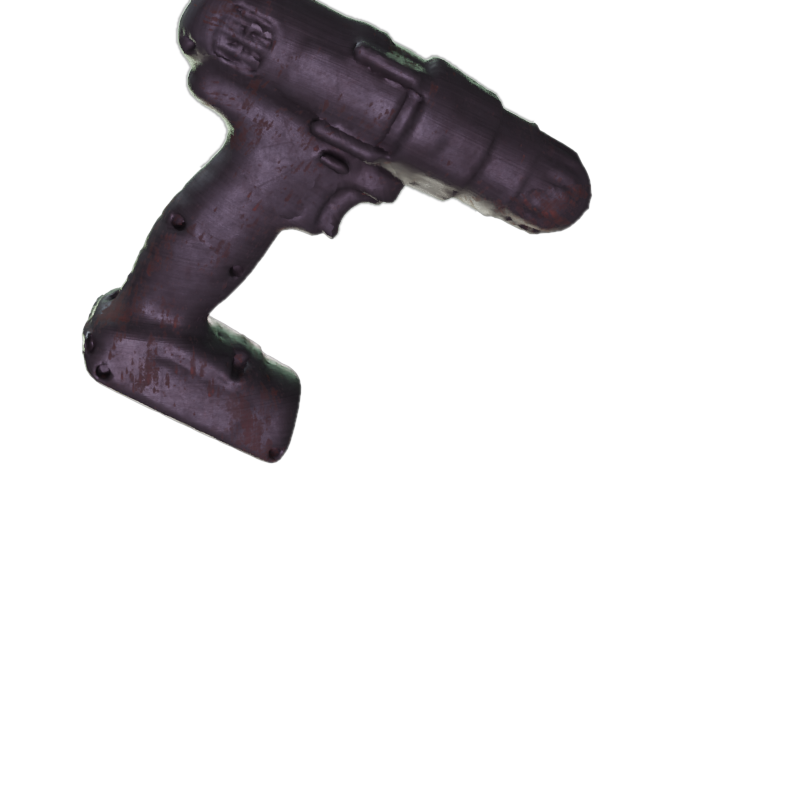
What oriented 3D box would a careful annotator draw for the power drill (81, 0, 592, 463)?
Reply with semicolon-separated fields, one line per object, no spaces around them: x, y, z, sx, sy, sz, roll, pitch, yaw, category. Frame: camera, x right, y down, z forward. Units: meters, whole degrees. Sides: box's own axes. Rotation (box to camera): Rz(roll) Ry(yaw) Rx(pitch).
-0.037;-0.067;0.472;0.180;0.183;0.060;28;19;-11;power drill
